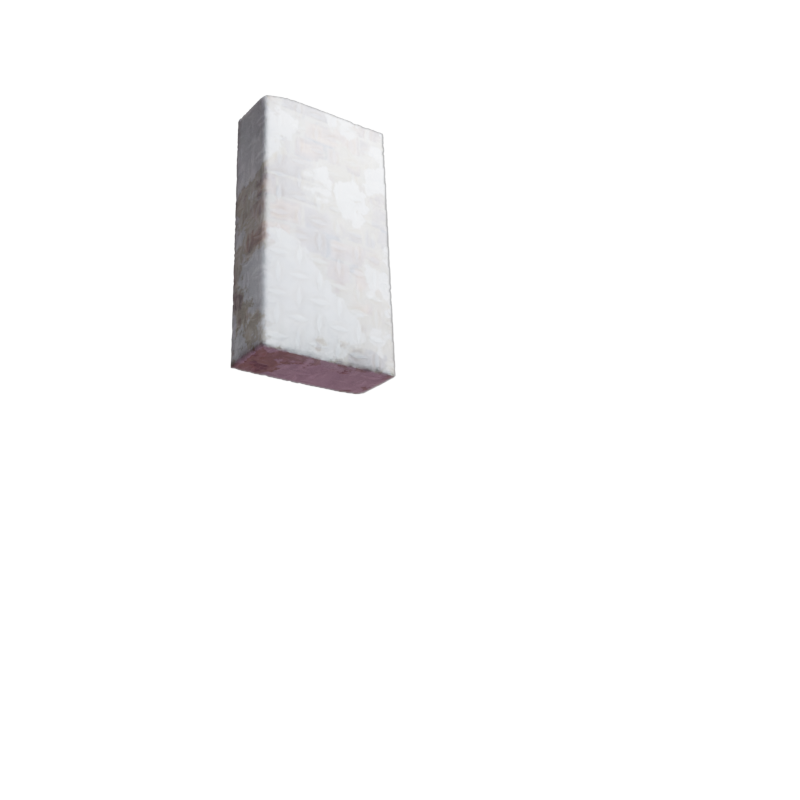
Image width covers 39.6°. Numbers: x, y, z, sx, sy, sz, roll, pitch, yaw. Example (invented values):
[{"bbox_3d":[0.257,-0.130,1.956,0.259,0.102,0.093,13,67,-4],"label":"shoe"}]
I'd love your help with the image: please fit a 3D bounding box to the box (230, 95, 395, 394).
[{"bbox_3d":[-0.053,-0.098,0.683,0.089,0.187,0.048,14,-30,-30],"label":"box"}]
